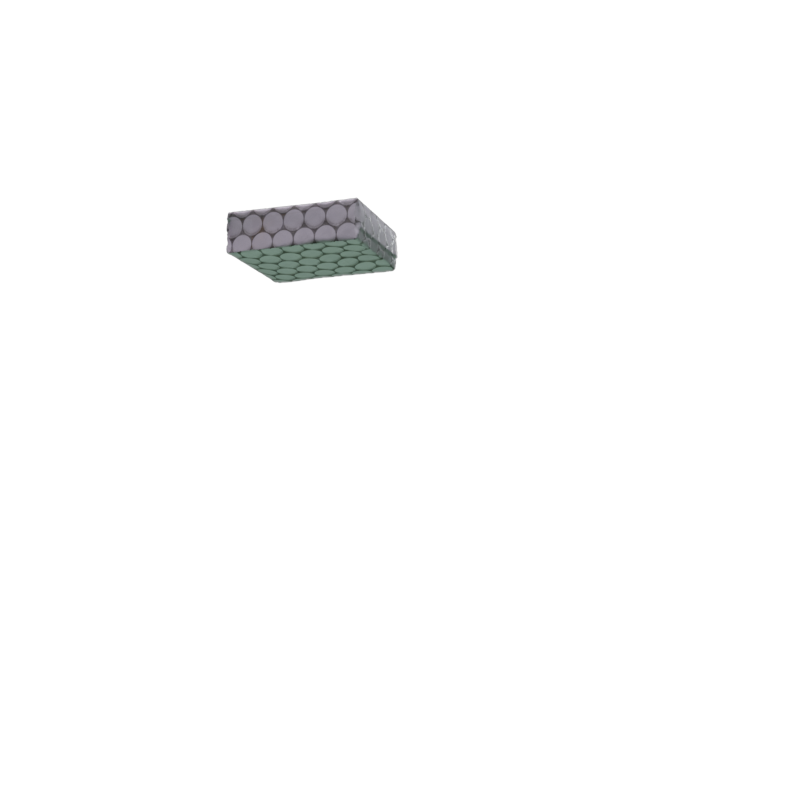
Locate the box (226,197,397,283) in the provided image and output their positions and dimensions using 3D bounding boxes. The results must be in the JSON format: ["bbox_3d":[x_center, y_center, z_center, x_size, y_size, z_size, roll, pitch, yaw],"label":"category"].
[{"bbox_3d":[-0.069,-0.126,0.883,0.116,0.040,0.085,-5,-13,20],"label":"box"}]
